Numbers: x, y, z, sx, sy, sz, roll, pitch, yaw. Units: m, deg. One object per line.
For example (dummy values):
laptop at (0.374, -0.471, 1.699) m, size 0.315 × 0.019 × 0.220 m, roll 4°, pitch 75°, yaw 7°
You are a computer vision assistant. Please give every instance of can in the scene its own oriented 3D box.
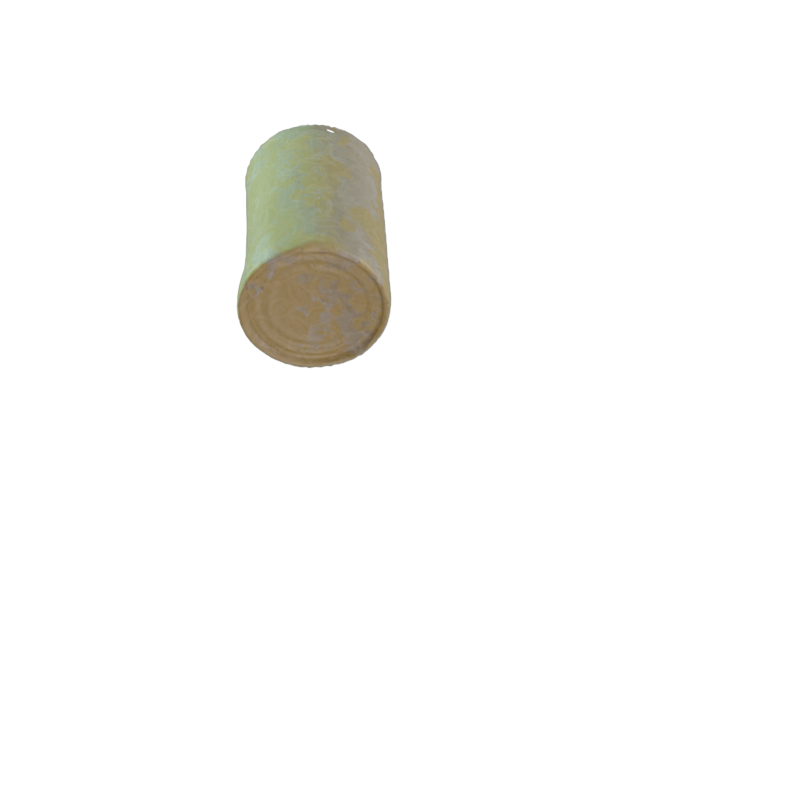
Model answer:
can at (-0.040, -0.073, 0.510) m, size 0.068 × 0.064 × 0.110 m, roll -1°, pitch 40°, yaw -3°
